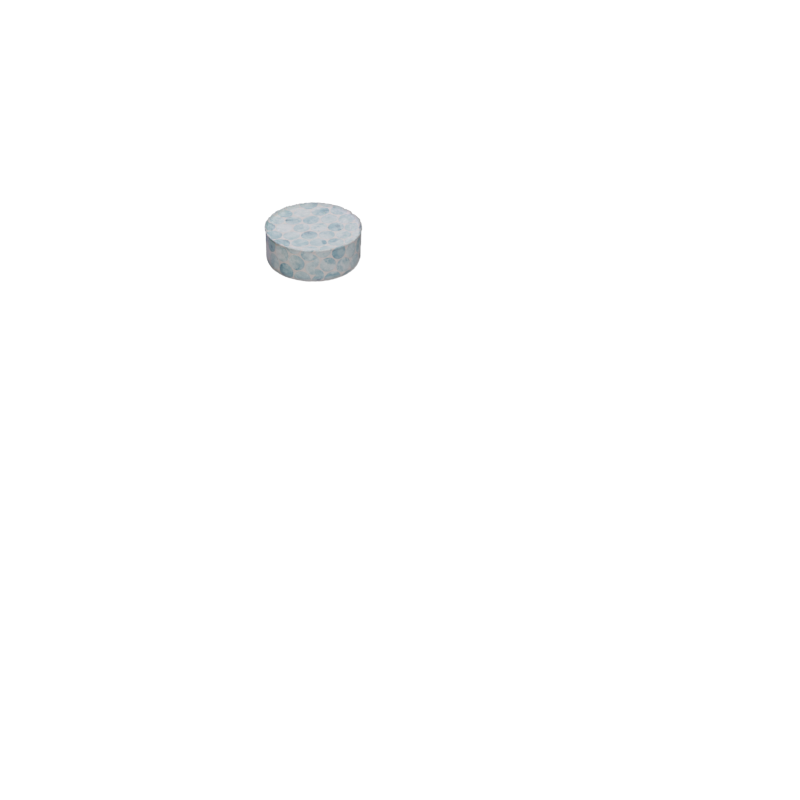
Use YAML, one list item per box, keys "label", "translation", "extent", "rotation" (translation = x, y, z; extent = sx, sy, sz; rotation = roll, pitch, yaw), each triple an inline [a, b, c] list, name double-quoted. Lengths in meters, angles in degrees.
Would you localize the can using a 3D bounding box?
- label: "can"
  translation: [-0.077, -0.140, 0.983]
  extent: [0.086, 0.031, 0.092]
  rotation: [-1, 36, -2]
